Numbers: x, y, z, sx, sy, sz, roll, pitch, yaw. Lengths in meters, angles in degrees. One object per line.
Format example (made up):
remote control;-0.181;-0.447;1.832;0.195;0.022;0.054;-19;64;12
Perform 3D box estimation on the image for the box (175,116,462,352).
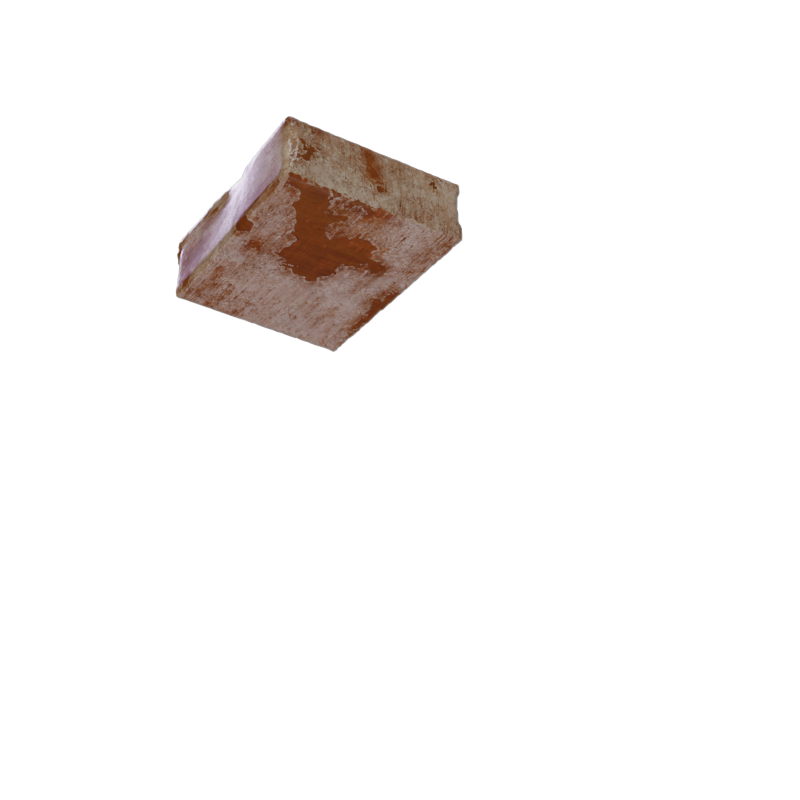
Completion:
box;-0.032;-0.059;0.413;0.070;0.032;0.088;19;-37;-28
